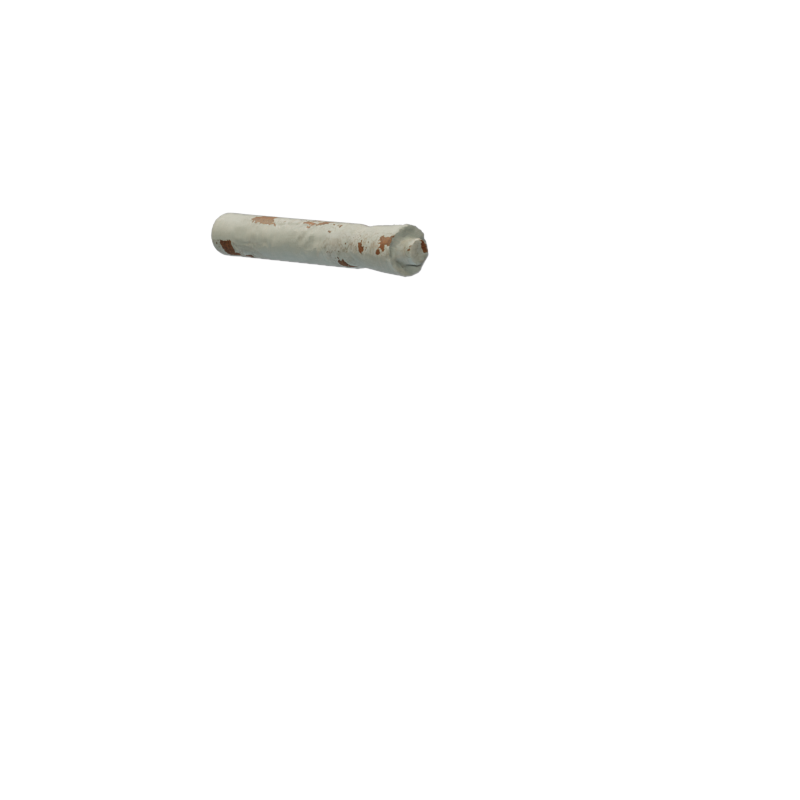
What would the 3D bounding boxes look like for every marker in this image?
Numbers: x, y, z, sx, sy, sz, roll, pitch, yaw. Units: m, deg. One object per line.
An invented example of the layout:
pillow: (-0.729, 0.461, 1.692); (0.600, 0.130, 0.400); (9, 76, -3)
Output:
marker: (-0.034, -0.062, 0.434); (0.019, 0.019, 0.127); (-3, 11, -40)
